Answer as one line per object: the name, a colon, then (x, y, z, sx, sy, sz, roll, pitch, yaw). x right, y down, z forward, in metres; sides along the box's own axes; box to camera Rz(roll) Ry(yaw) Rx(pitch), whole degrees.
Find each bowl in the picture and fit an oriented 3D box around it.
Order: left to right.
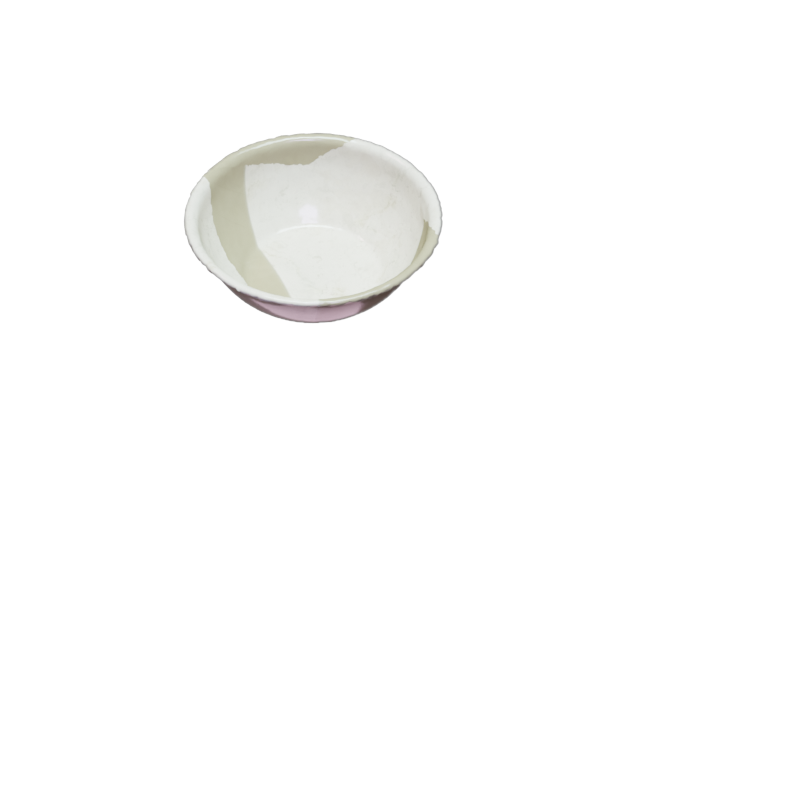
bowl: (-0.056, -0.102, 0.712, 0.162, 0.174, 0.051, -1, -43, -1)
